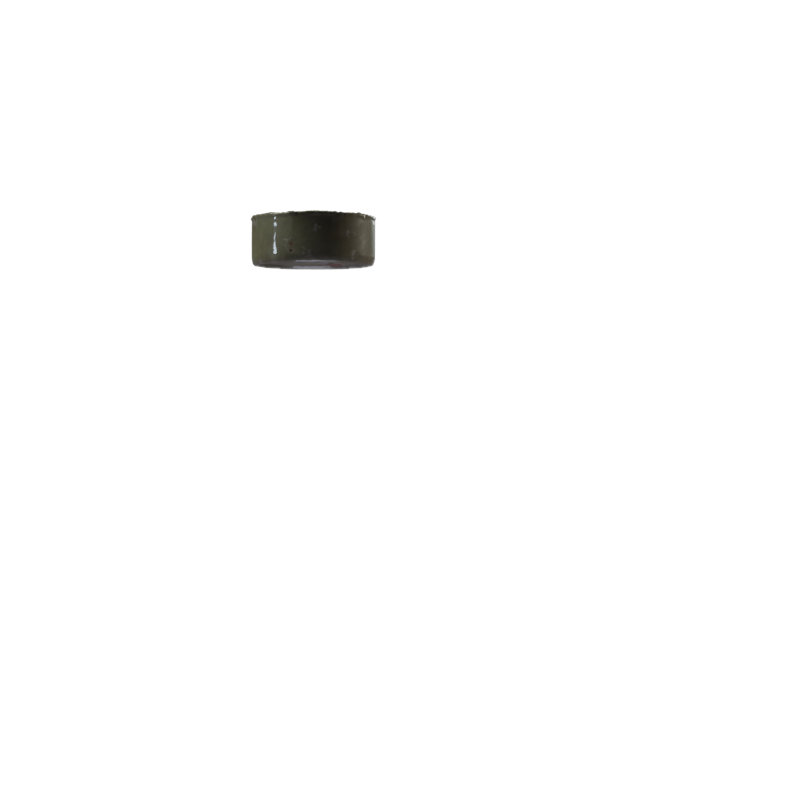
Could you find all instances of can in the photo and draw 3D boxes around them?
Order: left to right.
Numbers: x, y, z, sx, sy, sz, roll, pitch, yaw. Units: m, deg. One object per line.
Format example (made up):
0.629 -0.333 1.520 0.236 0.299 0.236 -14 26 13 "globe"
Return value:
-0.059 -0.108 0.759 0.086 0.034 0.086 0 2 -2 "can"
